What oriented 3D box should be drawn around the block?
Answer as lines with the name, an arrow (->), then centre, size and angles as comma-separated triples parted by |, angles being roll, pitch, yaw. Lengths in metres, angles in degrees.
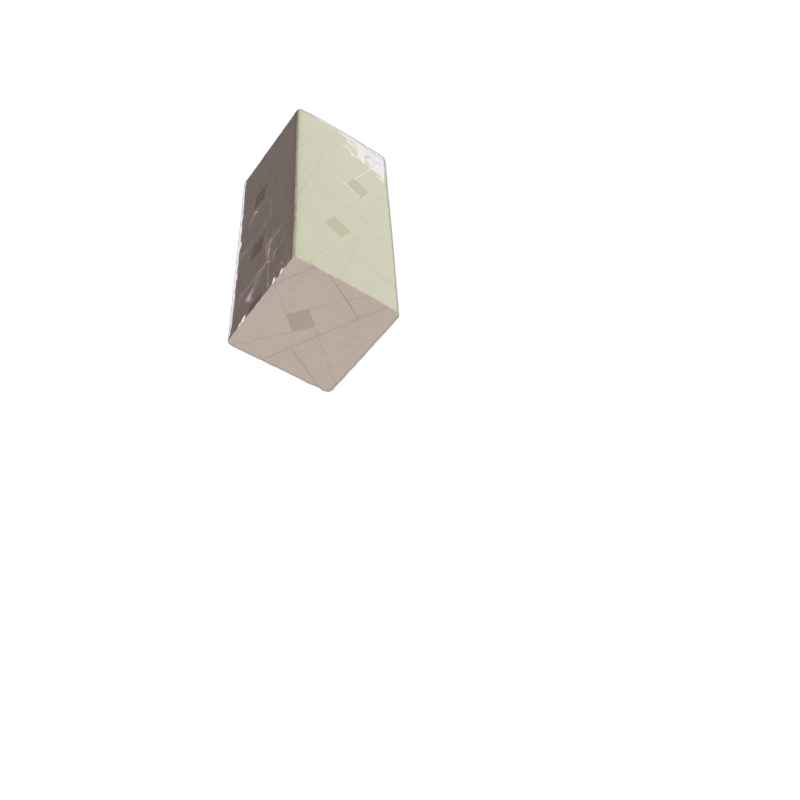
block -> -0.065, -0.121, 0.845 | 0.086, 0.088, 0.221 | 27, 33, -24
